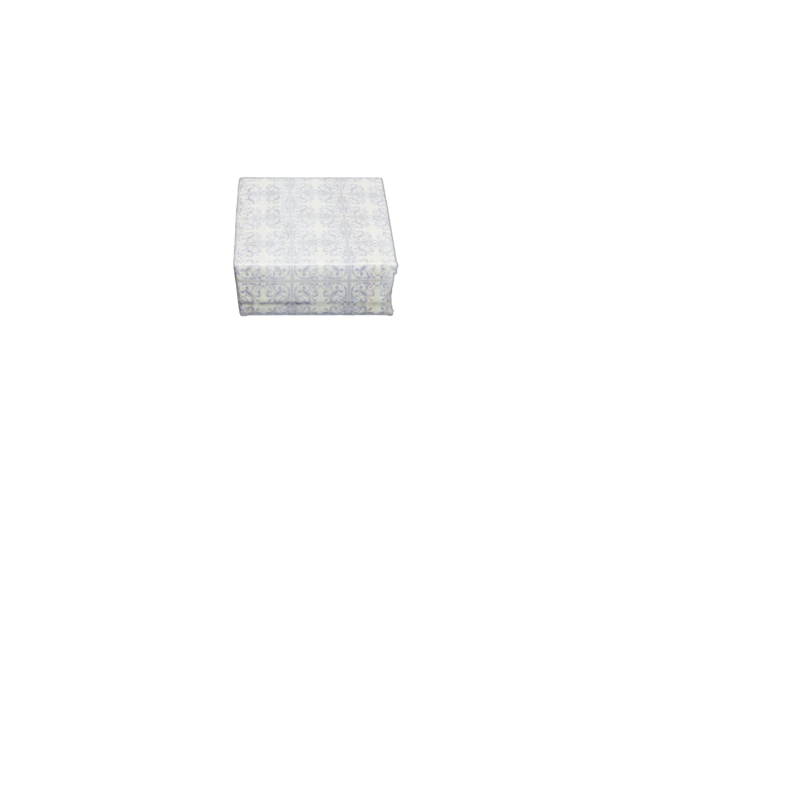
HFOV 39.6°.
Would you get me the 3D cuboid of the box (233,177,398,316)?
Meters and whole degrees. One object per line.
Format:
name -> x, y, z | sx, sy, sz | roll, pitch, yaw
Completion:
box -> -0.051, -0.093, 0.649 | 0.089, 0.036, 0.121 | -2, 36, -3
